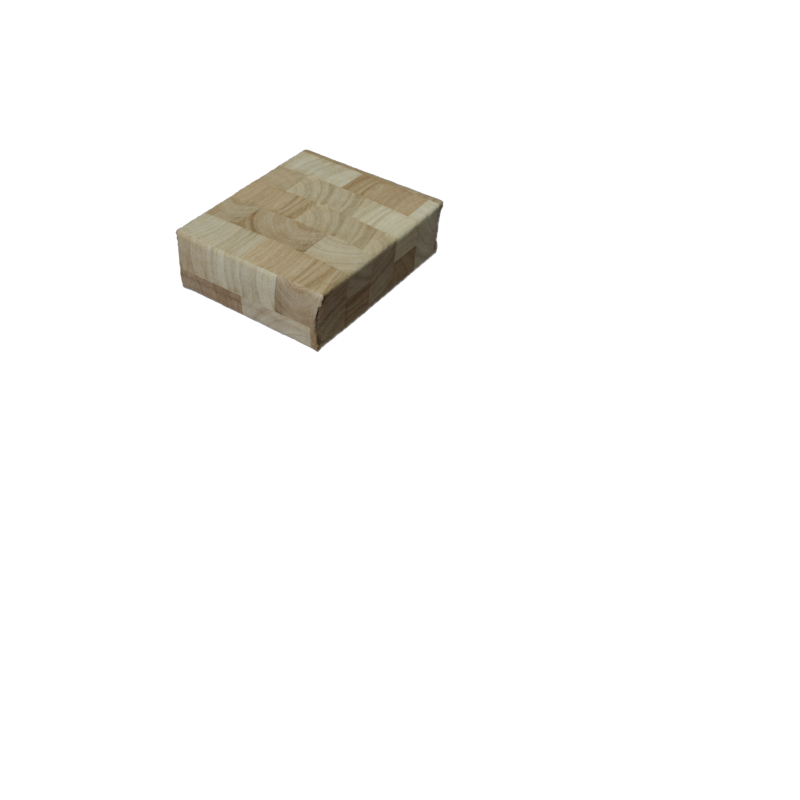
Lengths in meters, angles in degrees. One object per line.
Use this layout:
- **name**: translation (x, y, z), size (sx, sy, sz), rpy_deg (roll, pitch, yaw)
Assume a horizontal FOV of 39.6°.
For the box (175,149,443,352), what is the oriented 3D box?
- **box**: translation (-0.045, -0.081, 0.568), size (0.094, 0.036, 0.115), rpy_deg (23, 44, 25)
